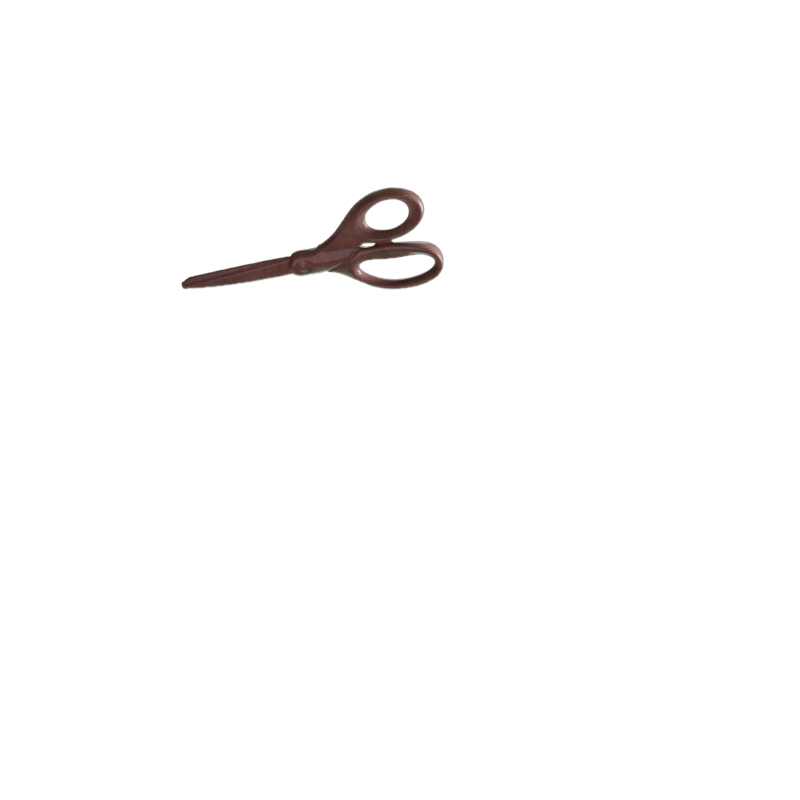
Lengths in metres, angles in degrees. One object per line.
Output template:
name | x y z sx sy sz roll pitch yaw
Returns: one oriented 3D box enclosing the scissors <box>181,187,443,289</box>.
scissors | -0.066 -0.120 0.842 0.201 0.090 0.017 2 35 -2
